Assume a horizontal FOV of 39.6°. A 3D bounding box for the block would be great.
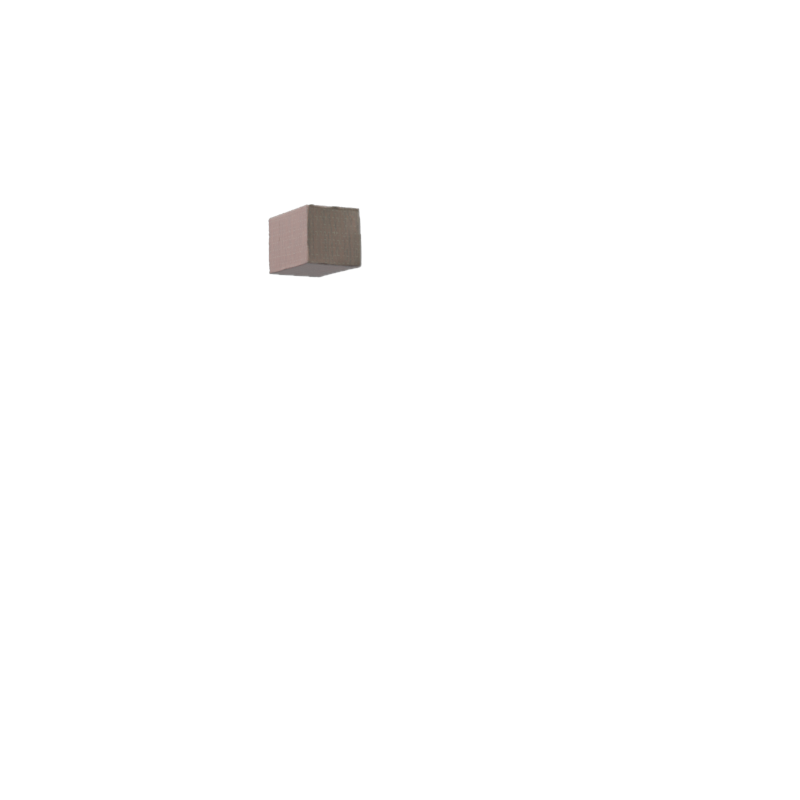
[{"bbox_3d":[-0.075,-0.136,0.952,0.051,0.052,0.080,3,-4,-31],"label":"block"}]
